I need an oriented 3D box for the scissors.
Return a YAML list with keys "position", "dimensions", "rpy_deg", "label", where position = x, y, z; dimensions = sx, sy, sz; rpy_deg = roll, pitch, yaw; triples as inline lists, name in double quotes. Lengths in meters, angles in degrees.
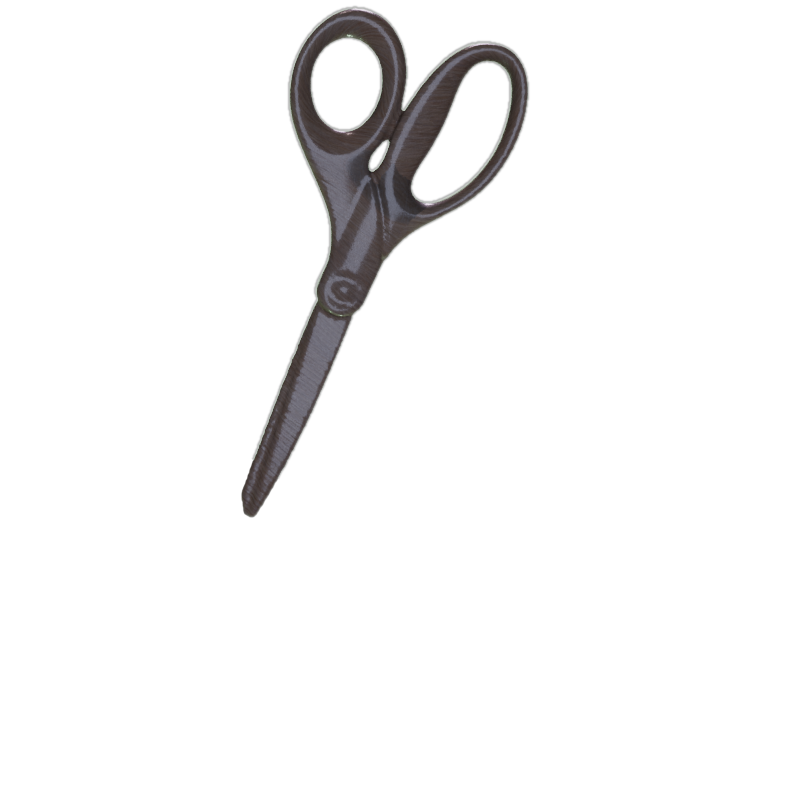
- position: [-0.033, -0.060, 0.418]
  dimensions: [0.095, 0.200, 0.016]
  rpy_deg: [38, 6, -5]
  label: "scissors"
